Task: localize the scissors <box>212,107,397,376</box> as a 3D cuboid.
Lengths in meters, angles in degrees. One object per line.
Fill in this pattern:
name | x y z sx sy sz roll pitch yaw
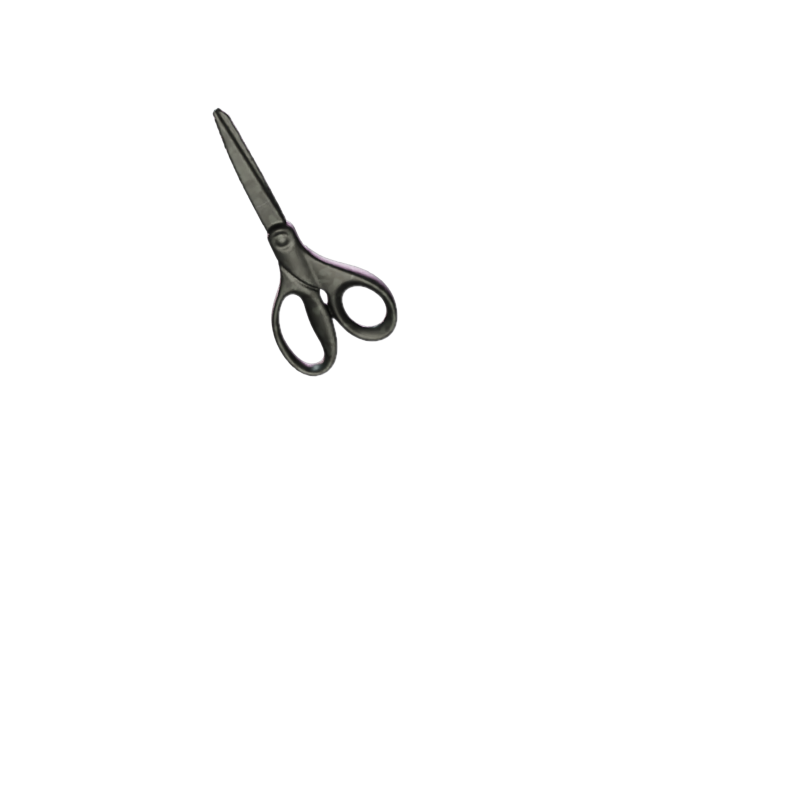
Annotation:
scissors | -0.058 -0.105 0.735 0.096 0.190 0.017 -7 27 4
